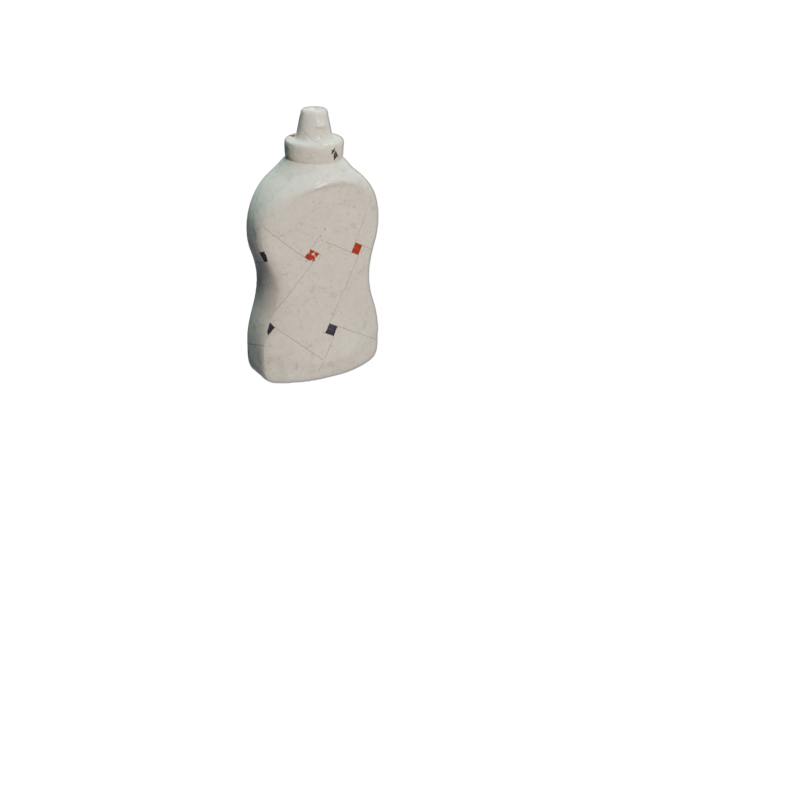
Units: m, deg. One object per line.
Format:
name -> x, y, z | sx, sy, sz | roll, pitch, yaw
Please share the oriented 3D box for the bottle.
bottle -> -0.061, -0.111, 0.782 | 0.094, 0.183, 0.062 | -10, 24, -27
